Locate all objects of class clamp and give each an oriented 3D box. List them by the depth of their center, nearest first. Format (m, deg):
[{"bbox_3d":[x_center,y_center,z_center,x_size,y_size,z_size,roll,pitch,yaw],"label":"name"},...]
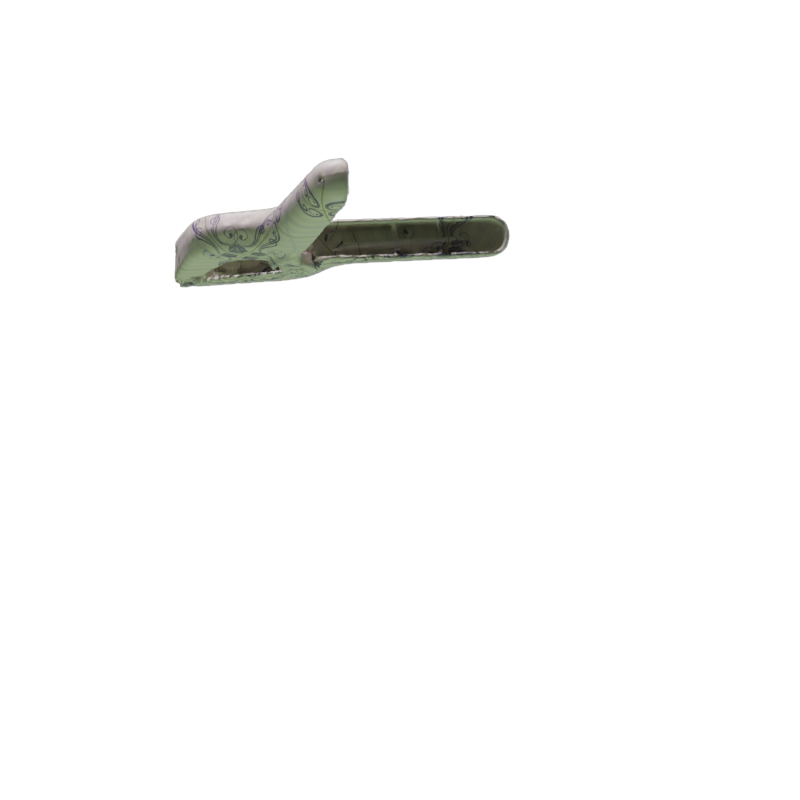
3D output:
[{"bbox_3d":[-0.052,-0.095,0.666,0.215,0.037,0.156,-7,-11,44],"label":"clamp"}]
